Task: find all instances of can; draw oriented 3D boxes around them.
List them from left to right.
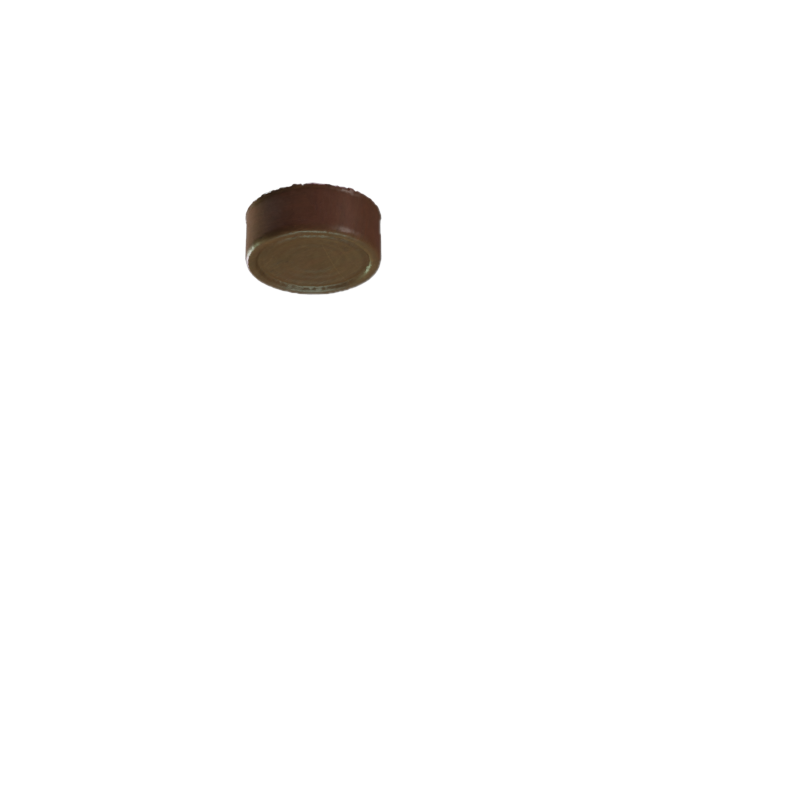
[{"bbox_3d":[-0.054,-0.099,0.691,0.086,0.036,0.081,1,-24,-2],"label":"can"}]
